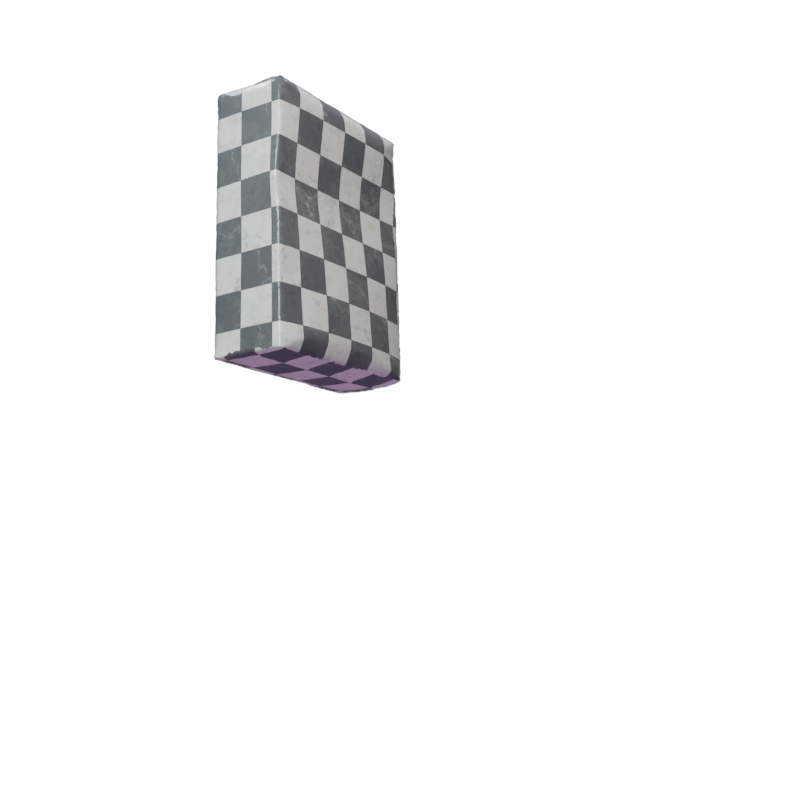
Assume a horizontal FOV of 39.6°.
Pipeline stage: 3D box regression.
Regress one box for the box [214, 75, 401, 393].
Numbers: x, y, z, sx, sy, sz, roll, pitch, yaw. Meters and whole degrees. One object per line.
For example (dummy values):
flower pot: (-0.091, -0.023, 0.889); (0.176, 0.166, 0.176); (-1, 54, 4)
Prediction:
box: (-0.068, -0.125, 0.872); (0.073, 0.223, 0.154); (-13, -20, 32)
